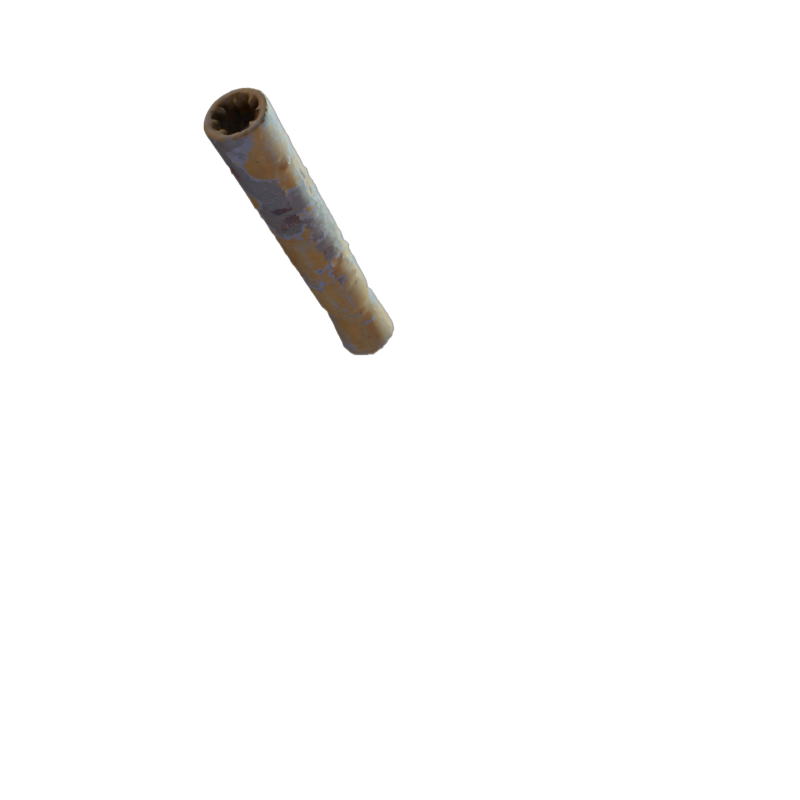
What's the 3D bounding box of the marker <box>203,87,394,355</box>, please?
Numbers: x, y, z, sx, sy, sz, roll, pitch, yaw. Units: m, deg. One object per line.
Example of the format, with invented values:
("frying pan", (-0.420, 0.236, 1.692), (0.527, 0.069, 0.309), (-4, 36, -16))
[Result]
("marker", (-0.026, -0.048, 0.335), (0.020, 0.021, 0.112), (2, -28, 21))
